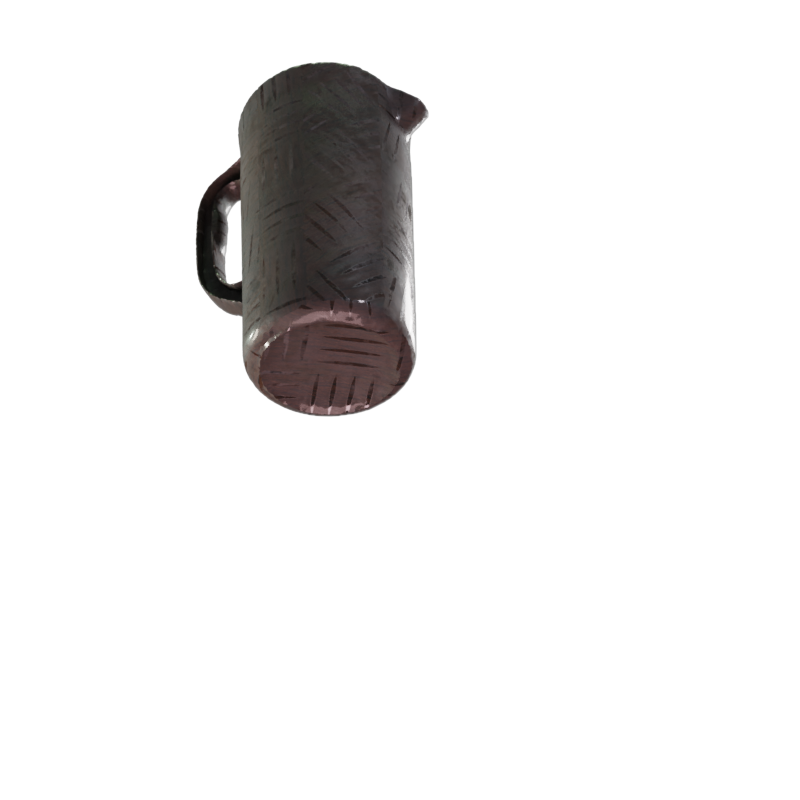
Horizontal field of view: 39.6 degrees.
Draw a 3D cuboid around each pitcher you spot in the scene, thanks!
[{"bbox_3d":[-0.060,-0.110,0.769,0.141,0.261,0.142,12,-45,-16],"label":"pitcher"}]
